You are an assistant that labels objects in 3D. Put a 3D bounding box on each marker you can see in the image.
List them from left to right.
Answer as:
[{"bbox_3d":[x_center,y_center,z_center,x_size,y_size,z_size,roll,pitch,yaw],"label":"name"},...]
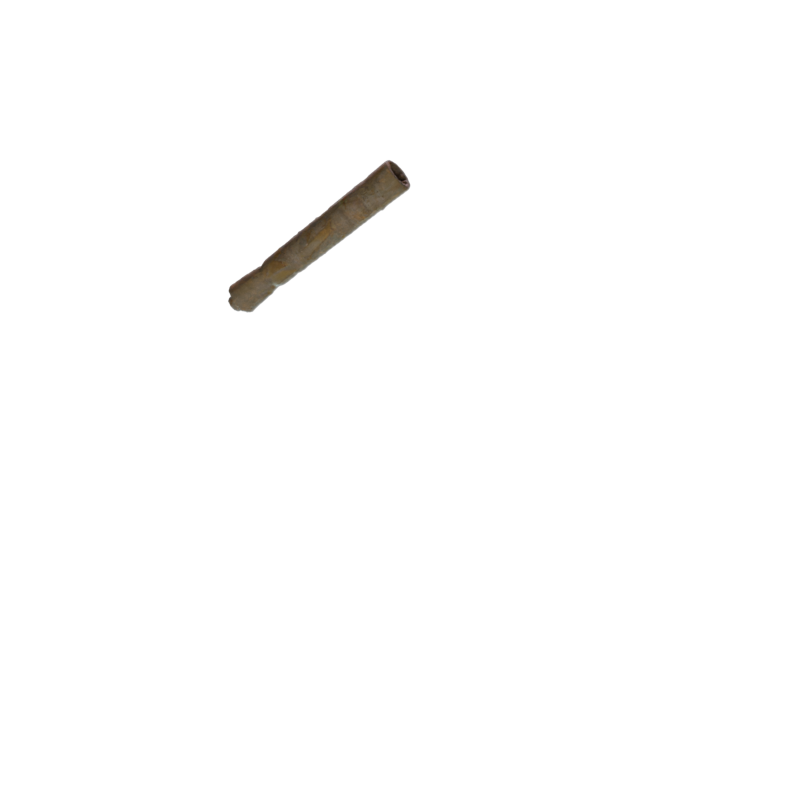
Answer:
[{"bbox_3d":[-0.046,-0.084,0.589,0.120,0.020,0.019,-35,-11,22],"label":"marker"}]
